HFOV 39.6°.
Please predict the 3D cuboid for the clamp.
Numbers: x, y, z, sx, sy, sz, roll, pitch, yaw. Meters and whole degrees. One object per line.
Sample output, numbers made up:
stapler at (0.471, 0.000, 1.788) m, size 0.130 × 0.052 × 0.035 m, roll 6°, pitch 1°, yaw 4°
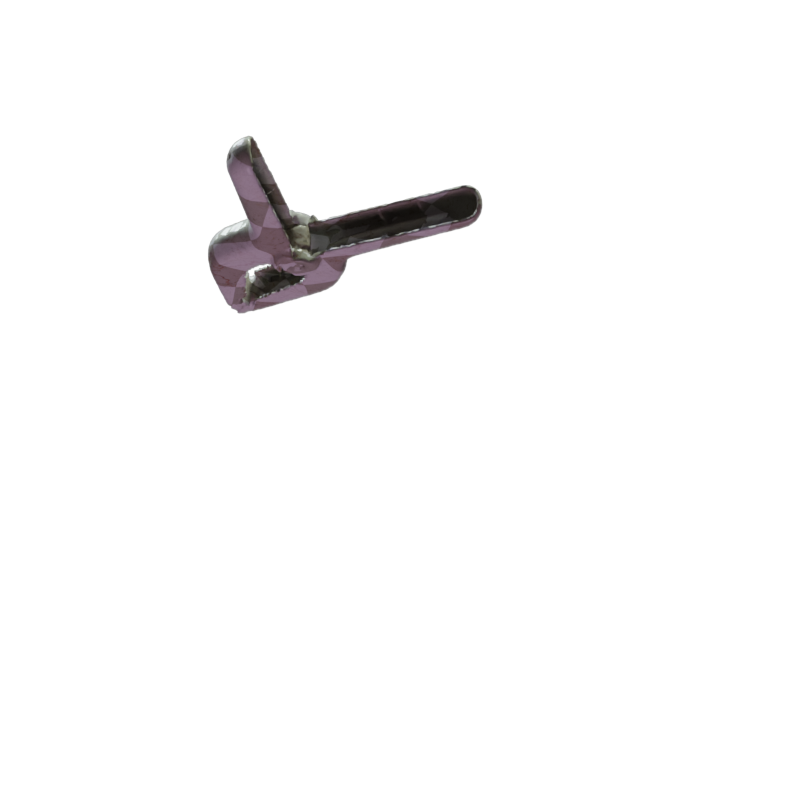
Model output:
clamp at (-0.057, -0.103, 0.723) m, size 0.160 × 0.038 × 0.206 m, roll 7°, pitch -20°, yaw -21°
